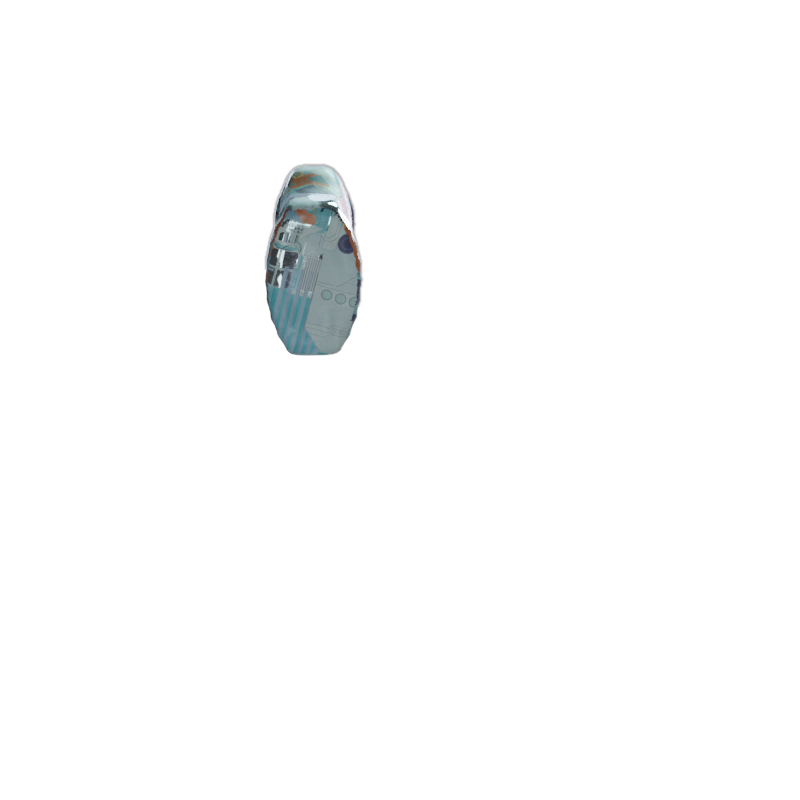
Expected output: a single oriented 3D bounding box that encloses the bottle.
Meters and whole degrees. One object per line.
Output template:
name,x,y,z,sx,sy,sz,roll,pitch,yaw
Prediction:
bottle,-0.058,-0.106,0.745,0.058,0.092,0.201,-3,22,-3
